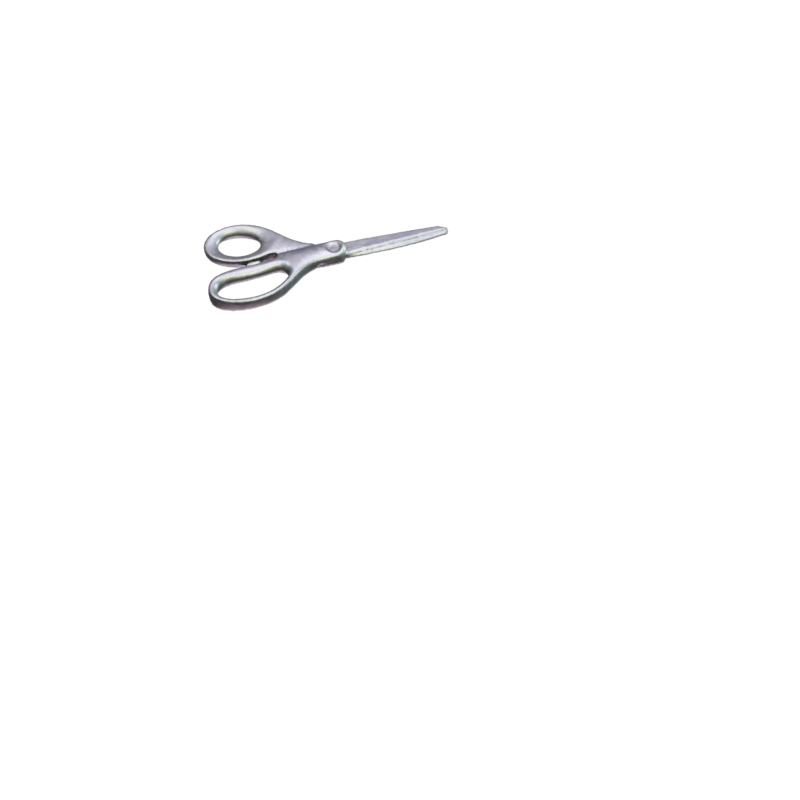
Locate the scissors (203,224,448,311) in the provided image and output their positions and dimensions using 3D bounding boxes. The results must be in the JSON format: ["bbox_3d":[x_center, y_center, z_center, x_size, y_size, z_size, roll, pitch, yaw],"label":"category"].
[{"bbox_3d":[-0.070,-0.128,0.896,0.201,0.015,0.104,-26,52,-22],"label":"scissors"}]
